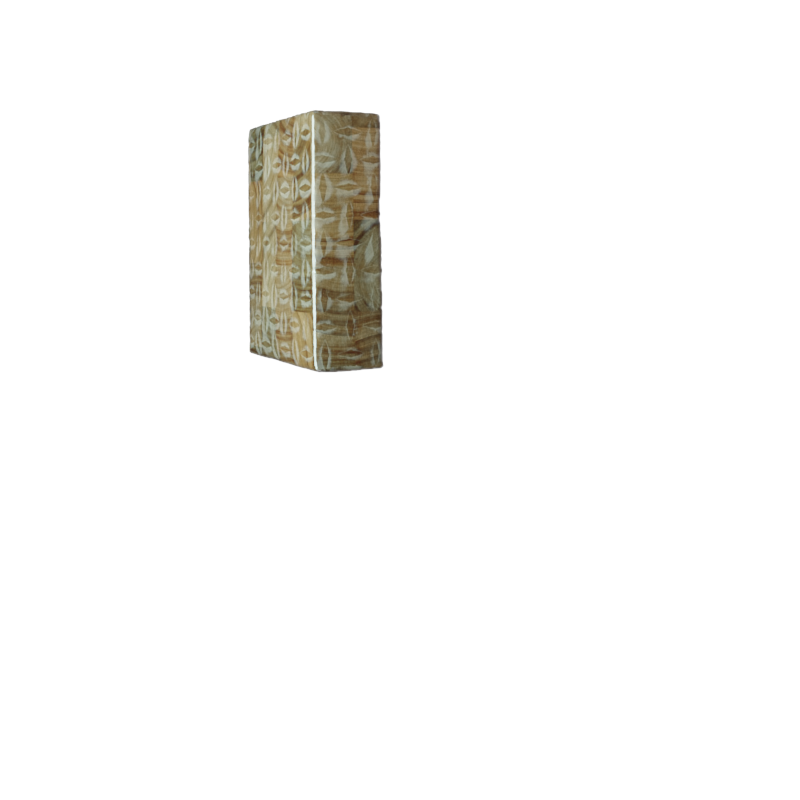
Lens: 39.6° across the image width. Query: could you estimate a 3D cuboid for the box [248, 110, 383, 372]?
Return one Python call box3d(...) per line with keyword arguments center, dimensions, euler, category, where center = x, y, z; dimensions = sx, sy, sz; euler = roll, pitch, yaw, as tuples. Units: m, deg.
box3d(center=(-0.077, -0.140, 0.981), dimensions=(0.070, 0.213, 0.170), euler=(0, 3, -26), category="box")
